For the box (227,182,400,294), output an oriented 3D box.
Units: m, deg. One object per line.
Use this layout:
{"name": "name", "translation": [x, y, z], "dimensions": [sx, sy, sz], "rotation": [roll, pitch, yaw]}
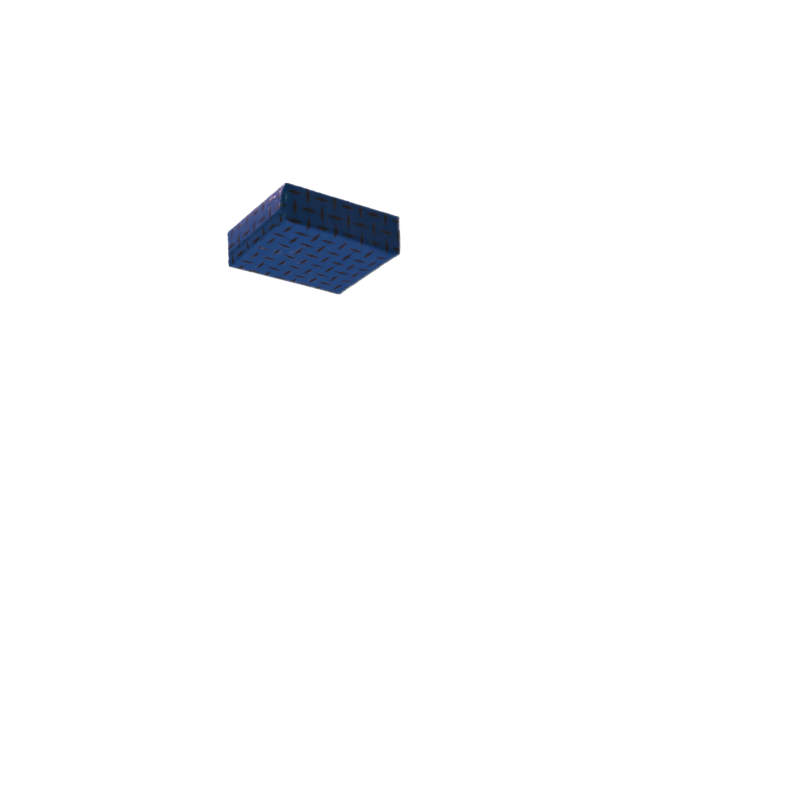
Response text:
{"name": "box", "translation": [-0.070, -0.127, 0.890], "dimensions": [0.108, 0.041, 0.089], "rotation": [15, -27, -32]}
